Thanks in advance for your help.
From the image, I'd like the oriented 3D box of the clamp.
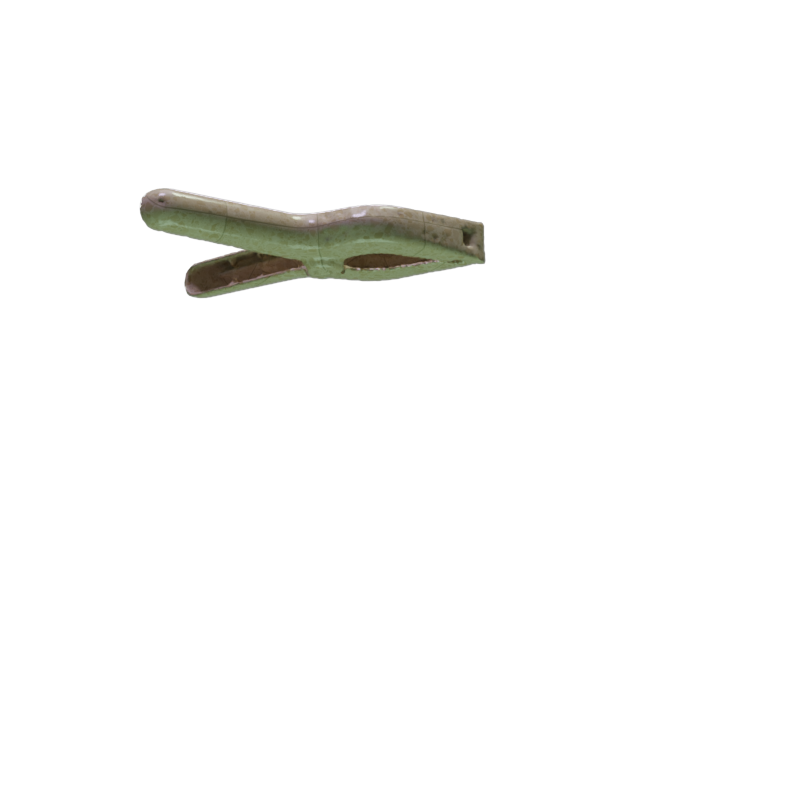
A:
[{"bbox_3d":[-0.054,-0.099,0.691,0.212,0.038,0.157,-2,-10,8],"label":"clamp"}]
